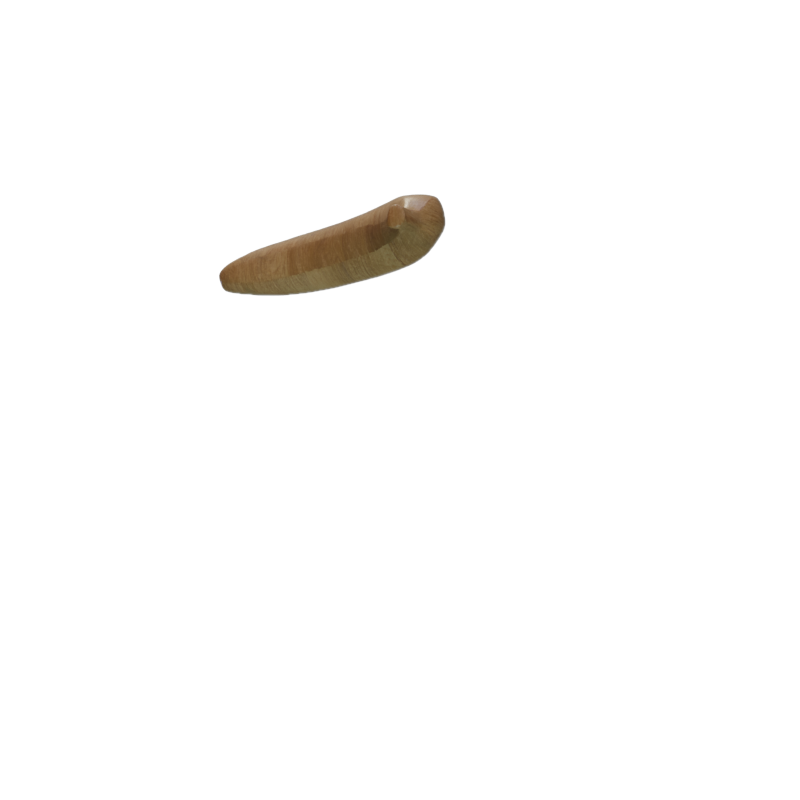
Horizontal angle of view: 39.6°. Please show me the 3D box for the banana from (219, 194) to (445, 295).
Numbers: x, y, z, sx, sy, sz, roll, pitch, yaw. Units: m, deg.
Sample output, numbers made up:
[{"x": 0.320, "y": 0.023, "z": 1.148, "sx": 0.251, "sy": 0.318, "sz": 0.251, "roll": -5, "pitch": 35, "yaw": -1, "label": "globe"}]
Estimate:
[{"x": -0.033, "y": -0.091, "z": 0.652, "sx": 0.066, "sy": 0.038, "sz": 0.201, "roll": 7, "pitch": -11, "yaw": -35, "label": "banana"}]
